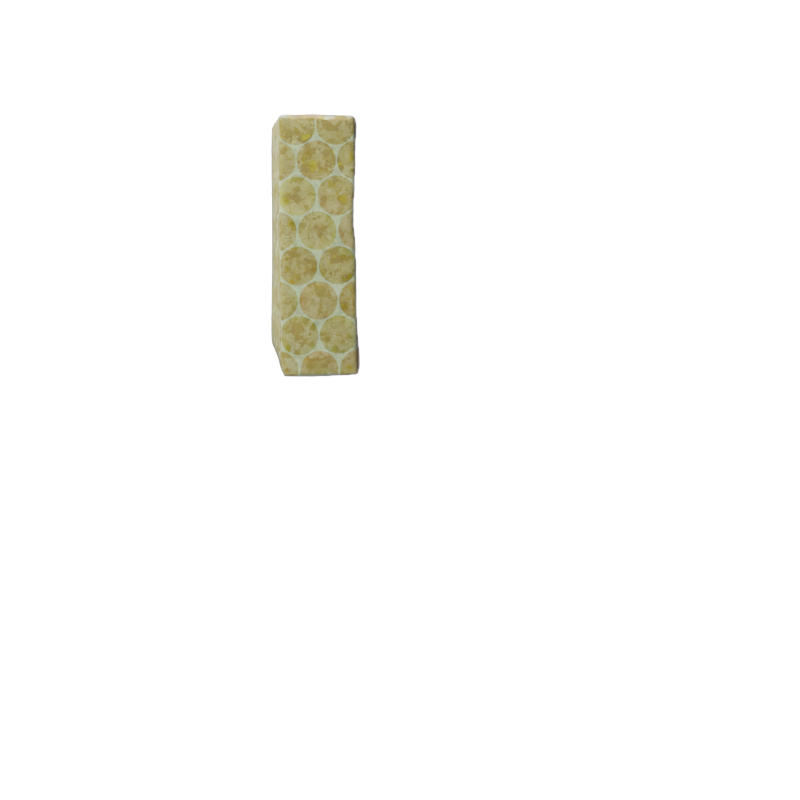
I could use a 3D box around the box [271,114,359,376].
[{"bbox_3d":[-0.077,-0.140,0.978,0.071,0.212,0.168,0,6,-8],"label":"box"}]
